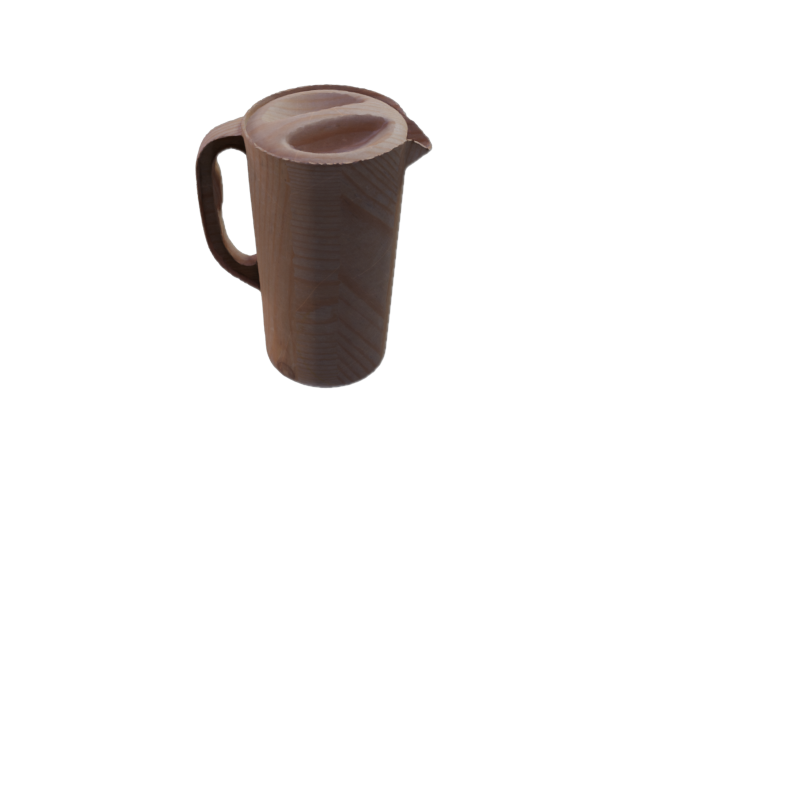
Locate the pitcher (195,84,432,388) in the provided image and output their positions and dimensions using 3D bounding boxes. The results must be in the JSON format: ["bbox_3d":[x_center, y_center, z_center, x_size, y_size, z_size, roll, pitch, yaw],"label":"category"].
[{"bbox_3d":[-0.073,-0.133,0.932,0.145,0.227,0.159,-29,47,-35],"label":"pitcher"}]
